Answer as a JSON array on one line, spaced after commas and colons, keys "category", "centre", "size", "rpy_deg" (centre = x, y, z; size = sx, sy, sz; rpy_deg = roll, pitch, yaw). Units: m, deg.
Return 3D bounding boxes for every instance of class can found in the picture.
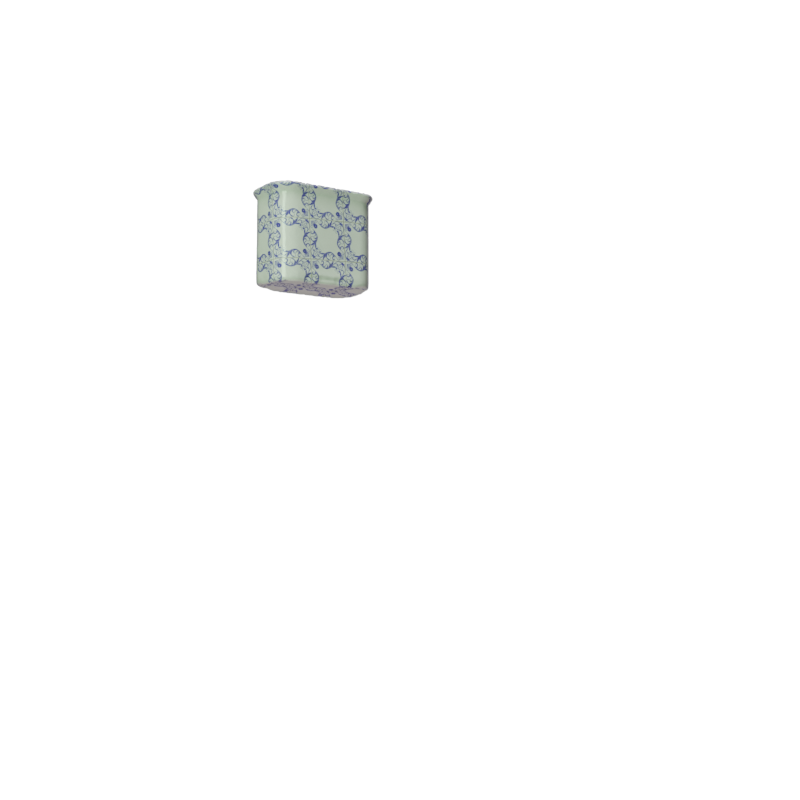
[{"category": "can", "centre": [-0.074, -0.135, 0.947], "size": [0.098, 0.086, 0.058], "rpy_deg": [5, -12, -33]}]
